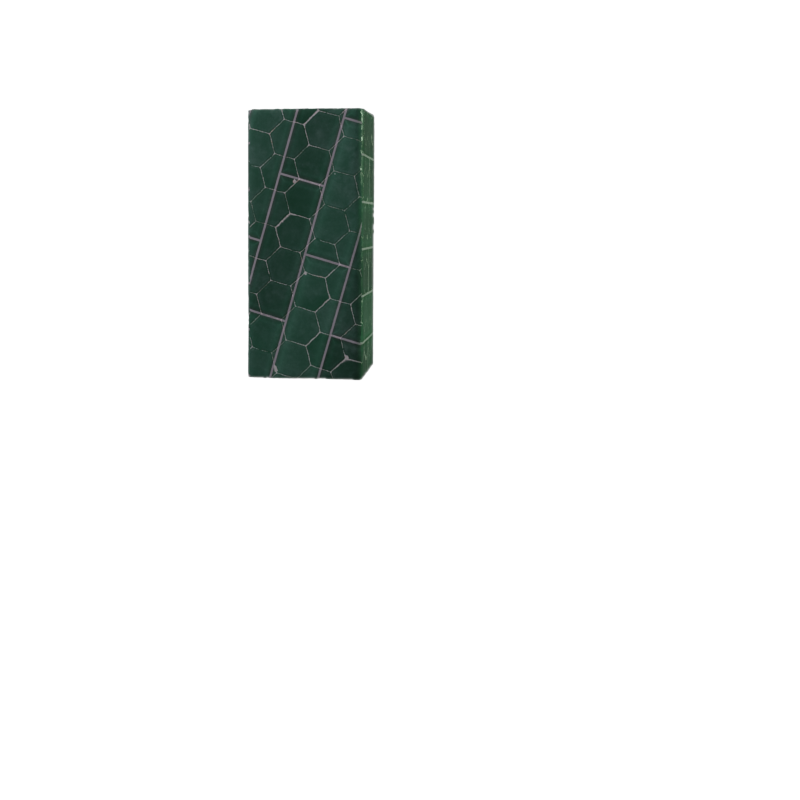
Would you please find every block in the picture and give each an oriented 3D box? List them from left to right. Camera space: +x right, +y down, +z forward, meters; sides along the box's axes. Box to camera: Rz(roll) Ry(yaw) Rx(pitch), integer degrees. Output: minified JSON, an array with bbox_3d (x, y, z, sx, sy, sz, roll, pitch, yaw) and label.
[{"bbox_3d":[-0.069,-0.126,0.883,0.091,0.205,0.090,1,3,7],"label":"block"}]
